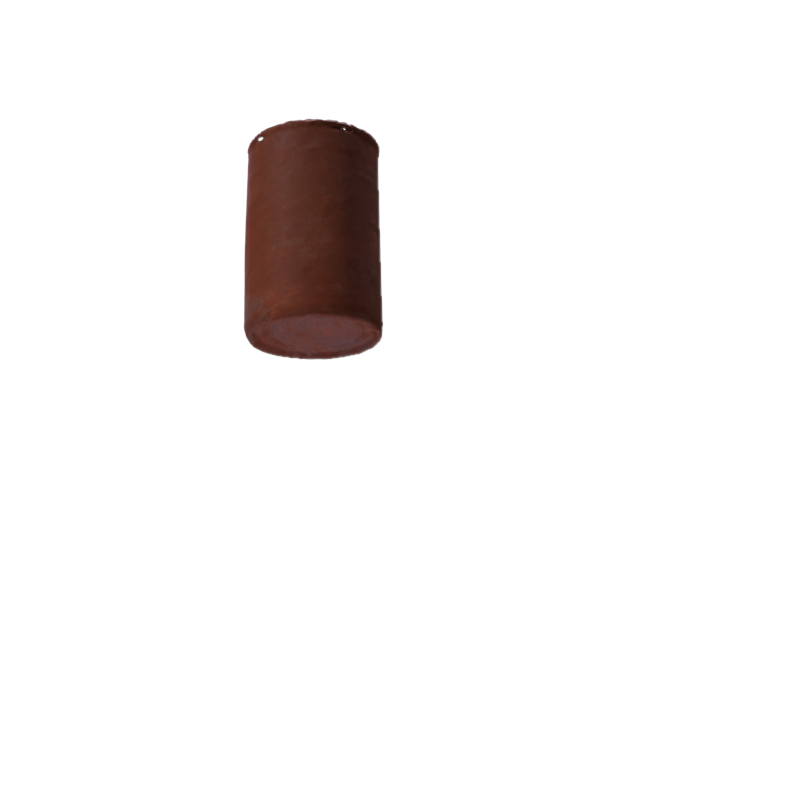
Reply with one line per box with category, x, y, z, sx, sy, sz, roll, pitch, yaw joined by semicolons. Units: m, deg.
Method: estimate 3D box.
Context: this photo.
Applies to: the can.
can;-0.043;-0.078;0.549;0.068;0.108;0.065;0;-21;-2
